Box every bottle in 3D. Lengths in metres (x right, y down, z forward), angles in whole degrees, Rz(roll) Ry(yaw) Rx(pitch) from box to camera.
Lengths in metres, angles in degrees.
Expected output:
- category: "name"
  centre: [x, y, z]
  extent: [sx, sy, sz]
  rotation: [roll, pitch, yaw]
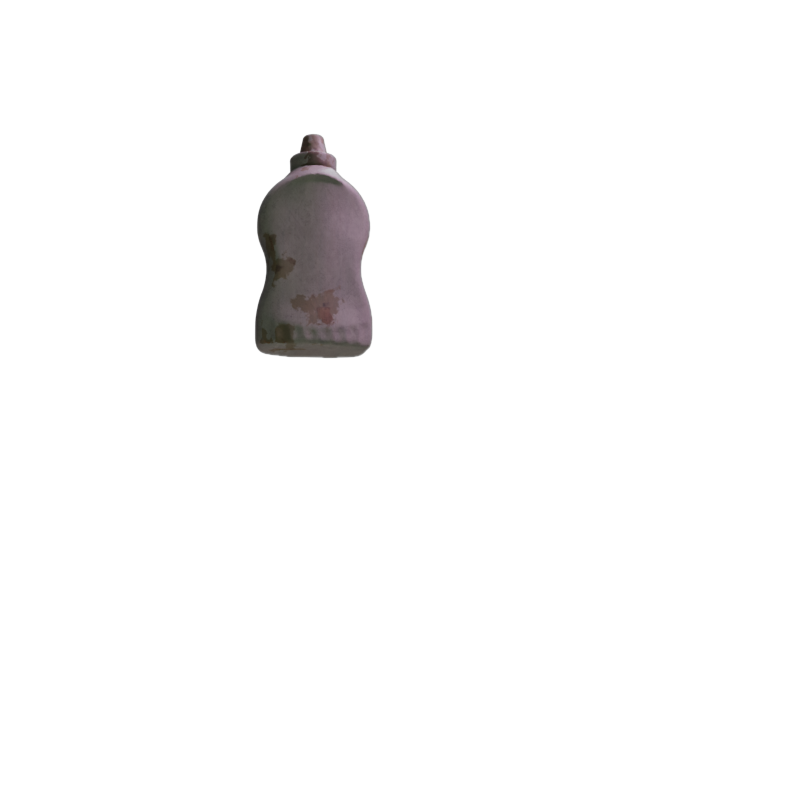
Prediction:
- category: "bottle"
  centre: [-0.074, -0.134, 0.941]
  extent: [0.095, 0.199, 0.057]
  rotation: [1, -16, -8]
